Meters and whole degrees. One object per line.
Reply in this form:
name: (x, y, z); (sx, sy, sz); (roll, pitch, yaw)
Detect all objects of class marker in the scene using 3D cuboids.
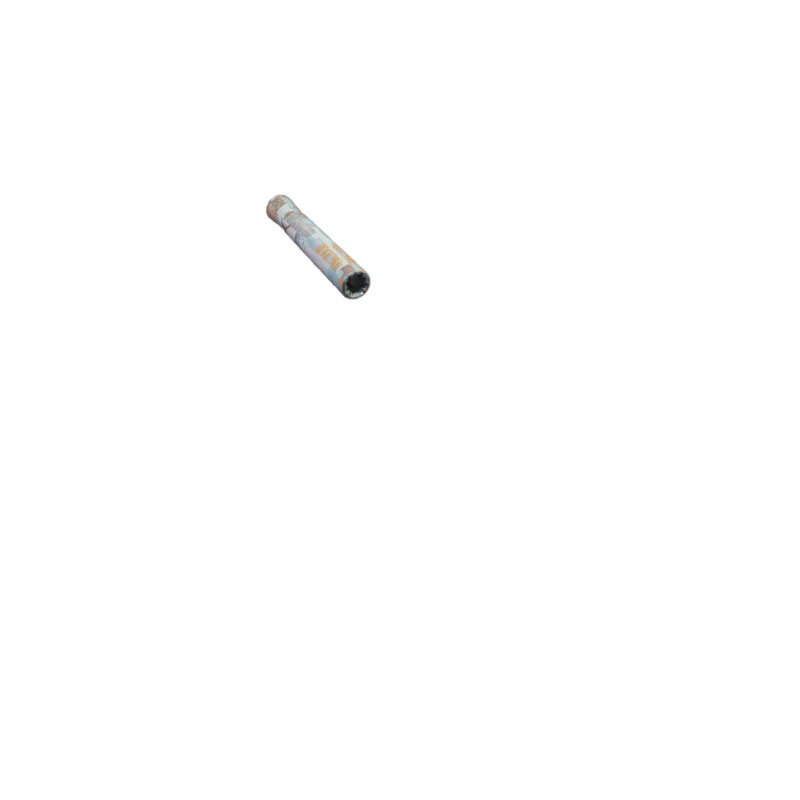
marker: (-0.053, -0.096, 0.673); (0.019, 0.019, 0.130); (-2, 30, -28)
